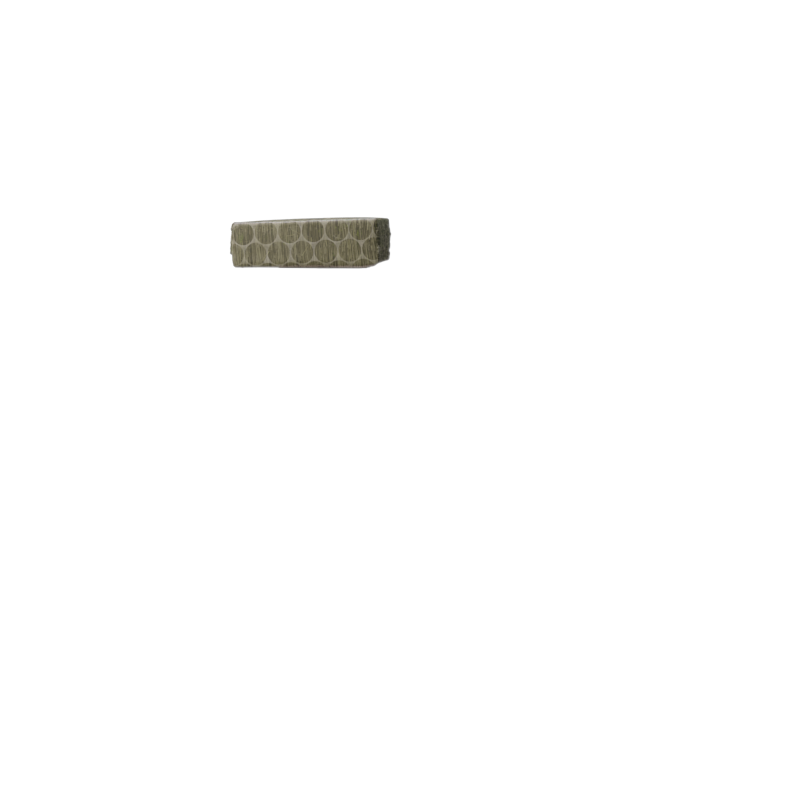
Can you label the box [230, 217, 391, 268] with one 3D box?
[{"bbox_3d":[-0.068,-0.123,0.862,0.115,0.038,0.090,1,9,8],"label":"box"}]
